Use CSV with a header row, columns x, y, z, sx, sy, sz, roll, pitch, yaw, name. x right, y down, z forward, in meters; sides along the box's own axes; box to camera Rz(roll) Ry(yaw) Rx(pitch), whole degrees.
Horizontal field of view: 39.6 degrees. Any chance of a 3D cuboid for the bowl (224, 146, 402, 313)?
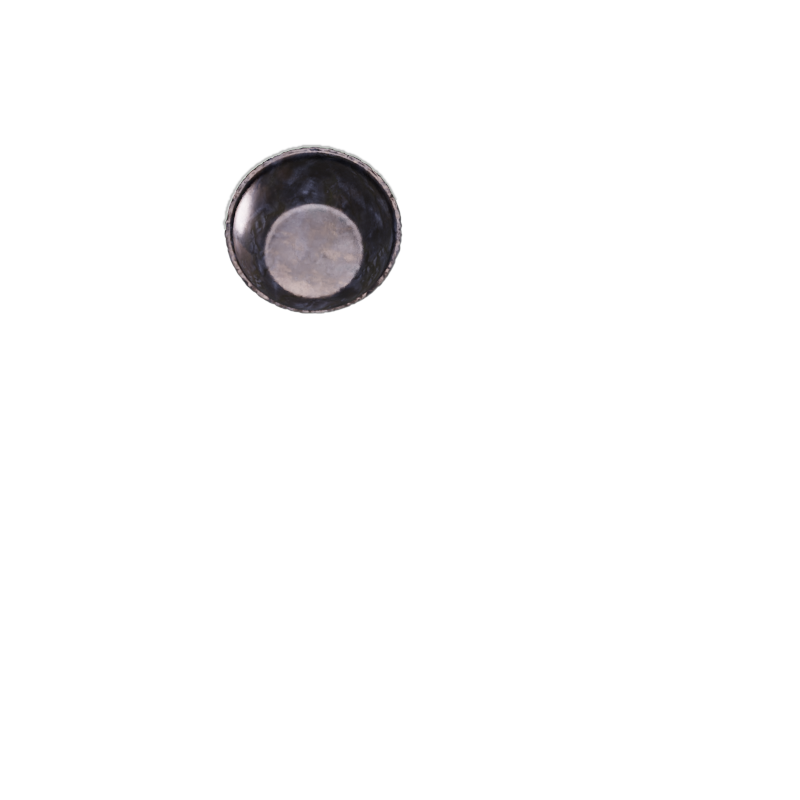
x,y,z,sx,sy,sz,roll,pitch,yaw,name
-0.077,-0.141,0.985,0.162,0.155,0.058,1,22,-1,bowl
